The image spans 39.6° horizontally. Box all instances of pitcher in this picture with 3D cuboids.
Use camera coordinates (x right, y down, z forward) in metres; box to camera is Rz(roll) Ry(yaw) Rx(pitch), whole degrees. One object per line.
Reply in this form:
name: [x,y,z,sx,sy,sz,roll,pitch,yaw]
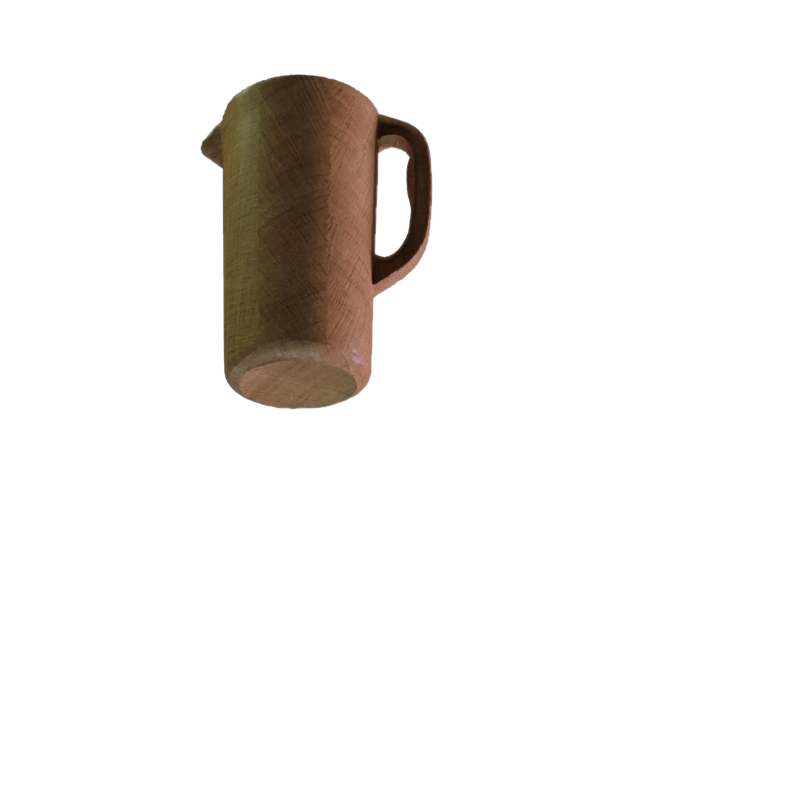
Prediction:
pitcher: [-0.068,-0.123,0.863,0.136,0.258,0.149,22,-36,-37]
